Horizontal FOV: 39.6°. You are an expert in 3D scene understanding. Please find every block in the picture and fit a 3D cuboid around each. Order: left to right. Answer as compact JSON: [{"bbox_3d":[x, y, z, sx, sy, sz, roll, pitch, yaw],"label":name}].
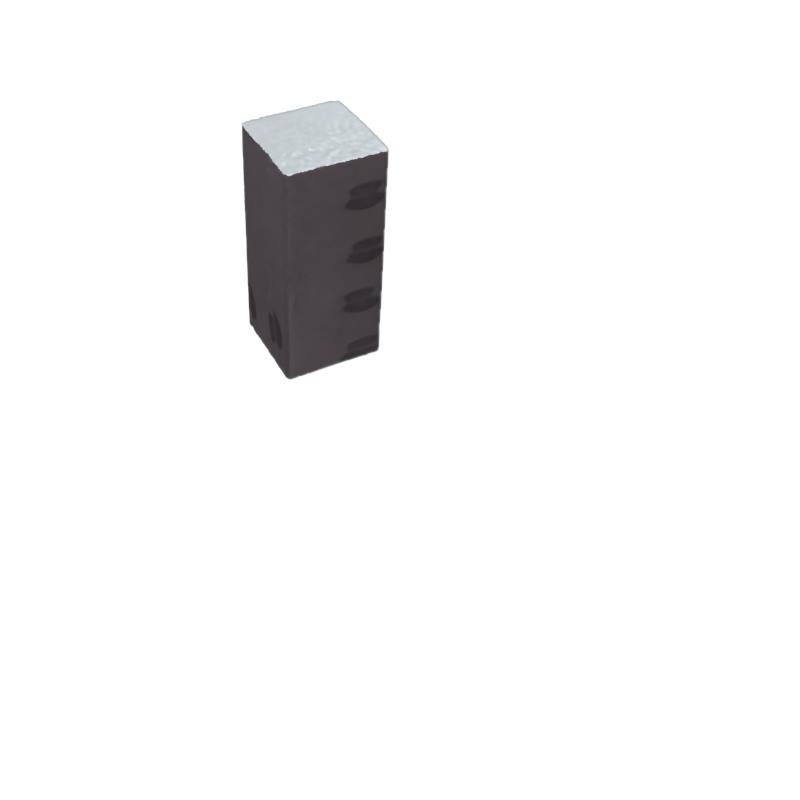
[{"bbox_3d":[-0.072,-0.132,0.925,0.090,0.192,0.098,-17,44,-23],"label":"block"}]
